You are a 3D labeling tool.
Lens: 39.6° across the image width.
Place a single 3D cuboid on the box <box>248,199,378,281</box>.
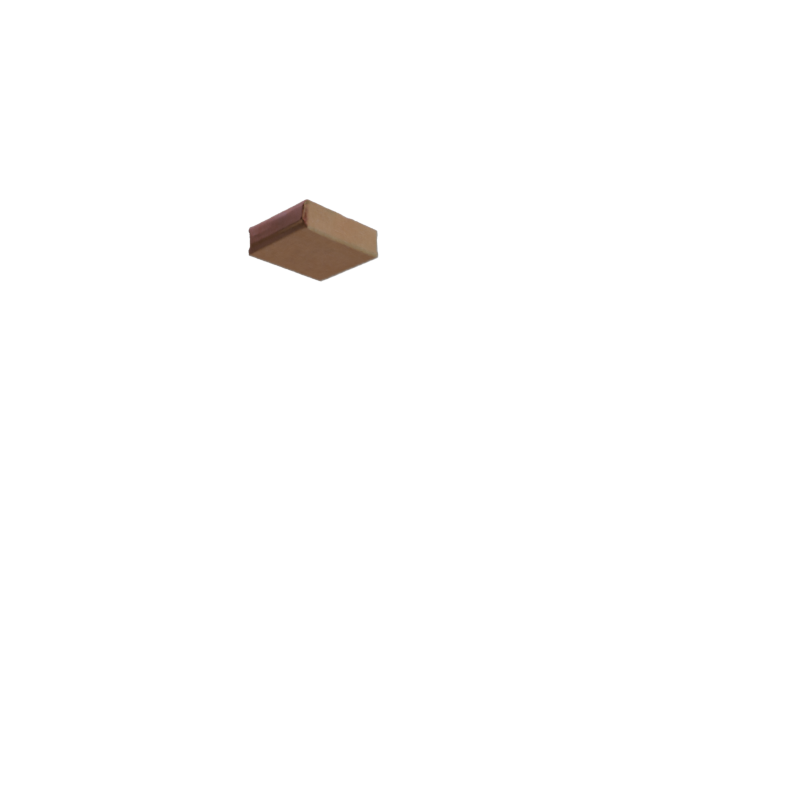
[{"bbox_3d":[-0.075,-0.136,0.955,0.084,0.032,0.074,19,-27,-42],"label":"box"}]
